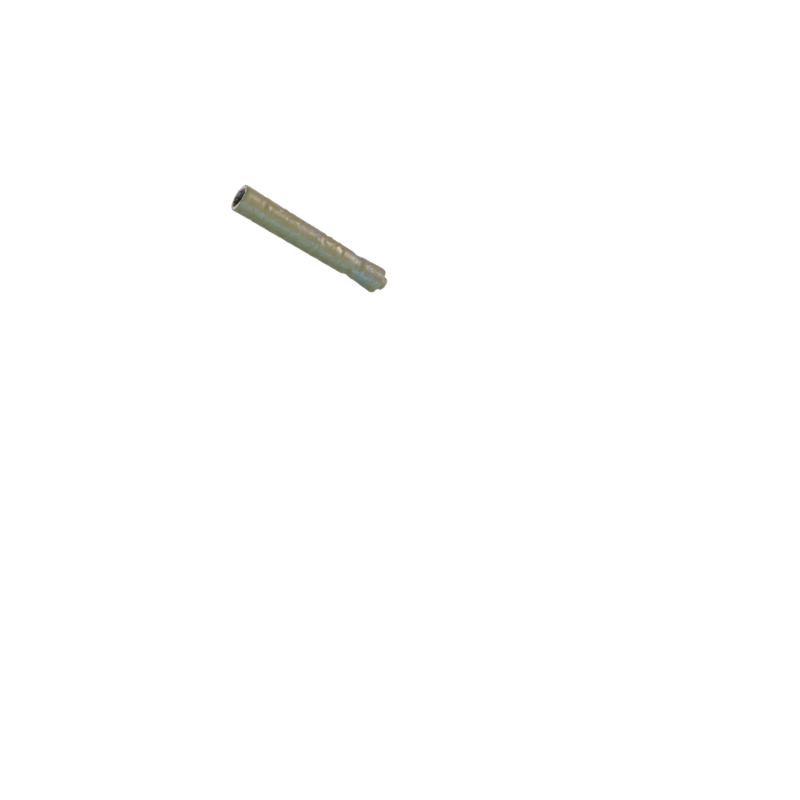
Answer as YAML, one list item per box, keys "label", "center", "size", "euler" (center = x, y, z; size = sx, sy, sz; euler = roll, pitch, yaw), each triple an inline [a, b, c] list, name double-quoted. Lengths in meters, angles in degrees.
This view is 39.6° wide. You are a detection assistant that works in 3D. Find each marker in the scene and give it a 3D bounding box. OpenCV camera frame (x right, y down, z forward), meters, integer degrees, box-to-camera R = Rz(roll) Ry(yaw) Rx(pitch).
- label: "marker"
  center: [-0.058, -0.105, 0.738]
  size: [0.115, 0.020, 0.020]
  euler: [29, -9, -23]
